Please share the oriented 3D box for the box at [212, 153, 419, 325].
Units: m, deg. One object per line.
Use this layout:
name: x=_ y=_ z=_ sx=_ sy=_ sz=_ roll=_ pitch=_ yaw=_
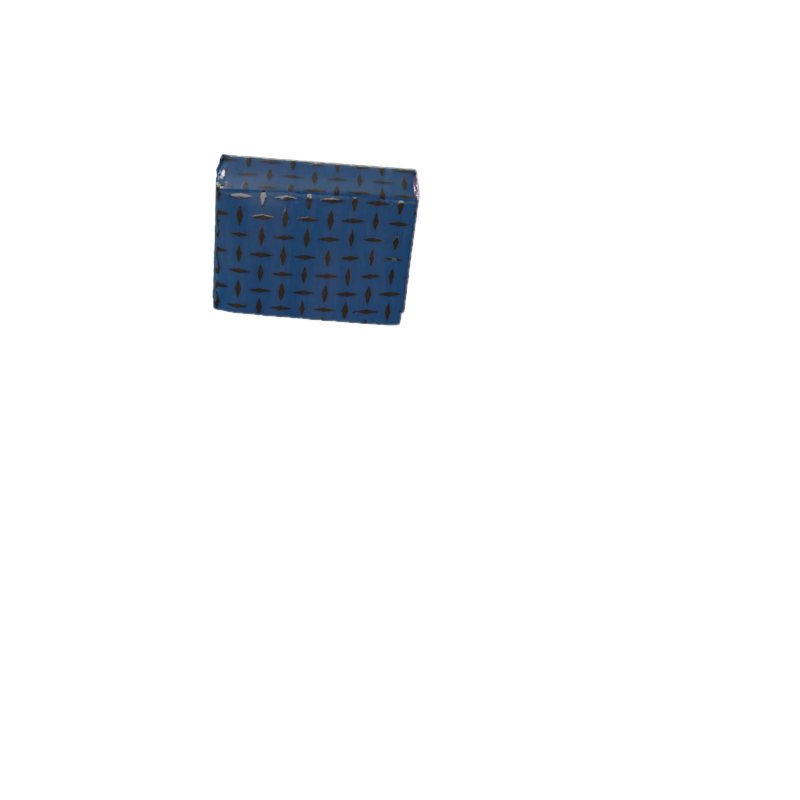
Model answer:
box: x=-0.049 y=-0.090 z=0.632 sx=0.113 sy=0.084 sz=0.042 roll=4 pitch=38 yaw=-4
